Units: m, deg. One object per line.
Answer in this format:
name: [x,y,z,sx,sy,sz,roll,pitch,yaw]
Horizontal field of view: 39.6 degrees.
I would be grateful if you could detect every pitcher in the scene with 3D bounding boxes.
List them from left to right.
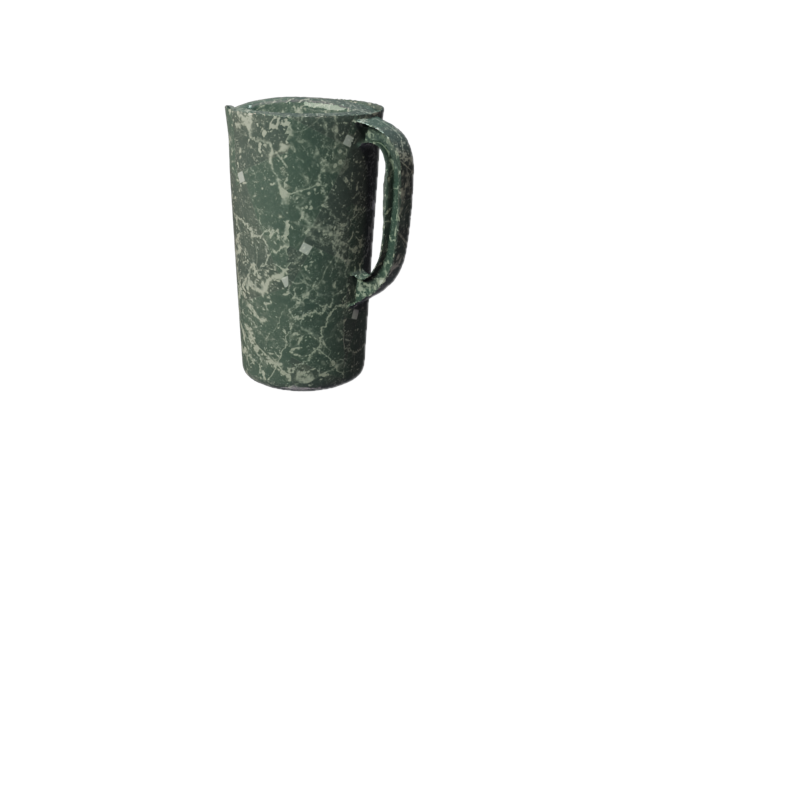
pitcher: [-0.074,-0.134,0.942,0.143,0.235,0.156,-2,16,-9]
